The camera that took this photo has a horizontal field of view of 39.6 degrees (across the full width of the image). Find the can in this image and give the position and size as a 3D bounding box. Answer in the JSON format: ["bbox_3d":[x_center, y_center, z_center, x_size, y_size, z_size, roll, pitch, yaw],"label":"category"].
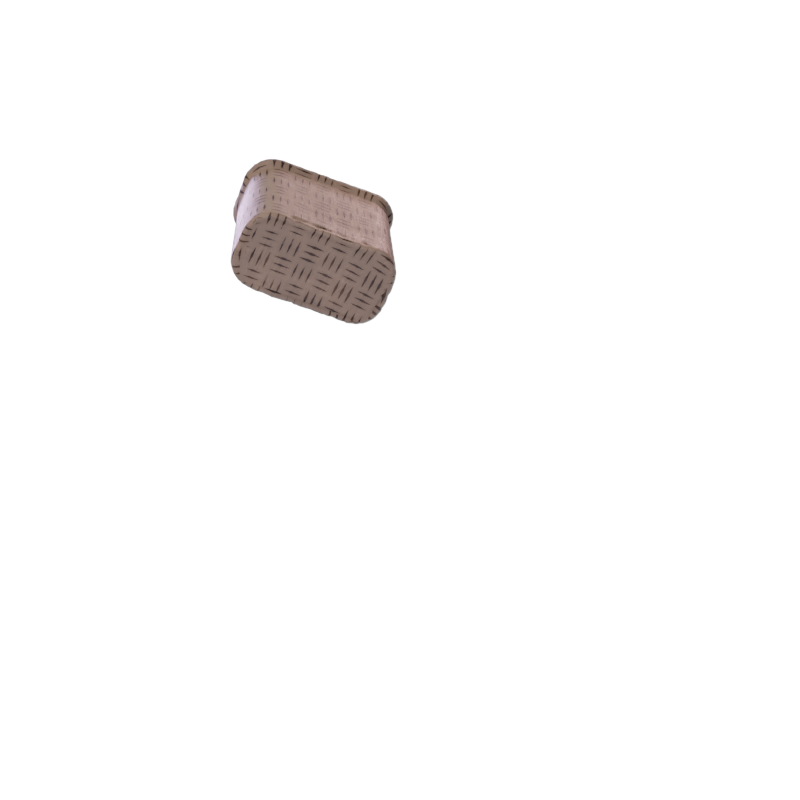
[{"bbox_3d":[-0.054,-0.098,0.688,0.100,0.055,0.089,18,27,-11],"label":"can"}]
